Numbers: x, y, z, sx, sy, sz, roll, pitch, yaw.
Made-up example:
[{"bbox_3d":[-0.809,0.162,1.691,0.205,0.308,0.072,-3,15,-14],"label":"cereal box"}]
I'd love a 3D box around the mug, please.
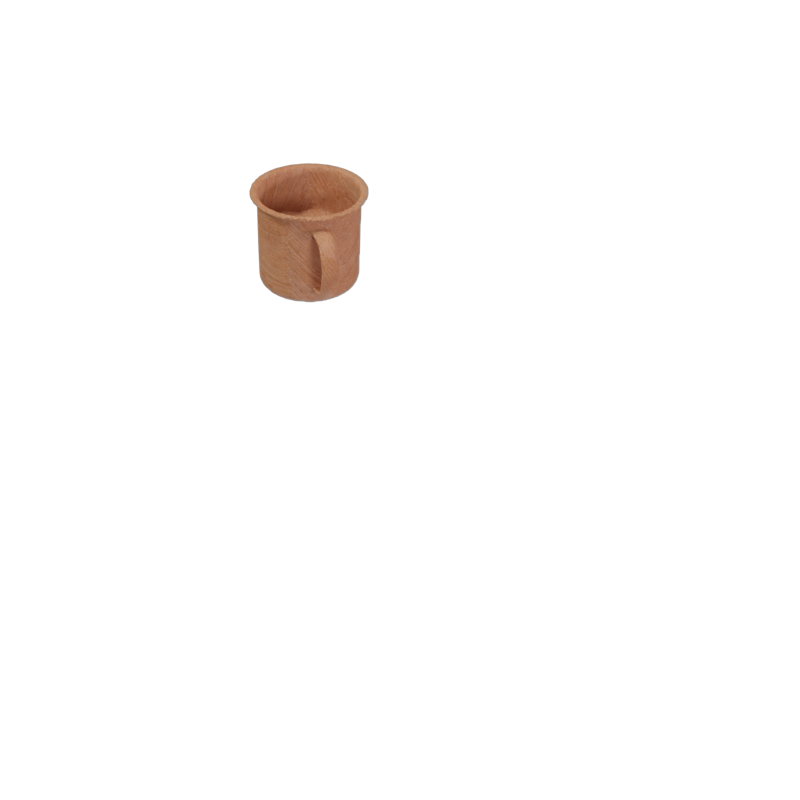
[{"bbox_3d":[-0.068,-0.125,0.873,0.092,0.076,0.127,-10,37,-16],"label":"mug"}]
